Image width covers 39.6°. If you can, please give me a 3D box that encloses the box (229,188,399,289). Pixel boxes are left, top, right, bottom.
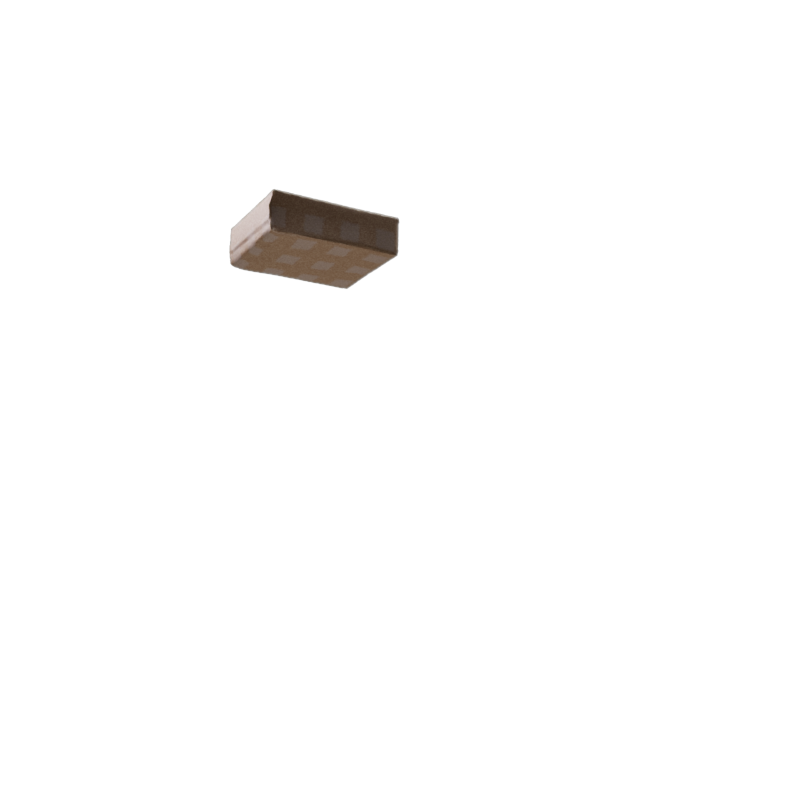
[{"bbox_3d":[-0.070,-0.127,0.893,0.109,0.041,0.089,8,-18,-26],"label":"box"}]
